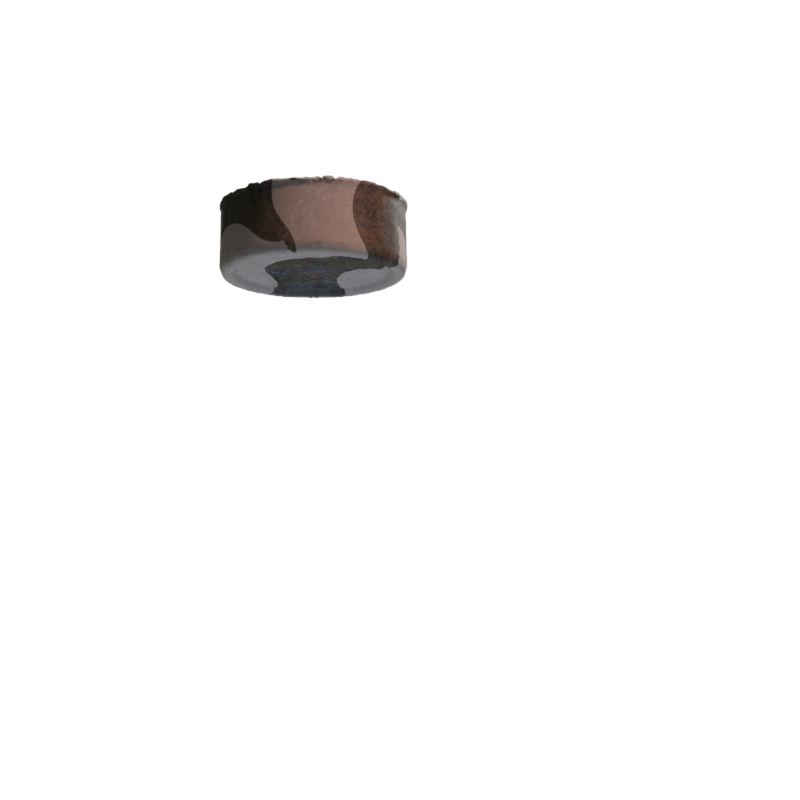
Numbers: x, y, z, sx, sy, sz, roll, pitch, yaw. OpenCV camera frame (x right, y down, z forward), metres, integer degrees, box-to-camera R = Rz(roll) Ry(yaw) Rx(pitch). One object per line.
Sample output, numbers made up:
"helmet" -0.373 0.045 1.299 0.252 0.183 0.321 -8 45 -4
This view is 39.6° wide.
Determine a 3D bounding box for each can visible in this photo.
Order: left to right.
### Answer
"can" -0.039 -0.072 0.503 0.086 0.035 0.083 0 -10 -2
